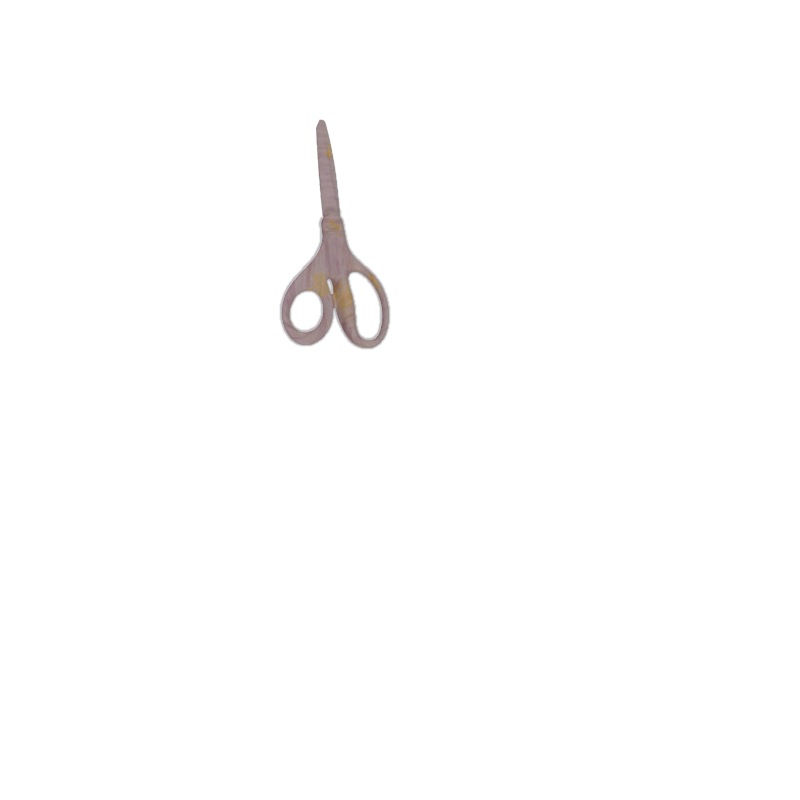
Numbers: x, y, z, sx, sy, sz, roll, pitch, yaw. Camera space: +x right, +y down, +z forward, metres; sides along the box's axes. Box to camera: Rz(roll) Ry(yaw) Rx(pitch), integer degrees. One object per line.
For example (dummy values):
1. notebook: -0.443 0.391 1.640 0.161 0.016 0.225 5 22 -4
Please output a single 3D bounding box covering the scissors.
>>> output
1. scissors: -0.072 -0.131 0.919 0.096 0.211 0.015 -20 -16 -6
